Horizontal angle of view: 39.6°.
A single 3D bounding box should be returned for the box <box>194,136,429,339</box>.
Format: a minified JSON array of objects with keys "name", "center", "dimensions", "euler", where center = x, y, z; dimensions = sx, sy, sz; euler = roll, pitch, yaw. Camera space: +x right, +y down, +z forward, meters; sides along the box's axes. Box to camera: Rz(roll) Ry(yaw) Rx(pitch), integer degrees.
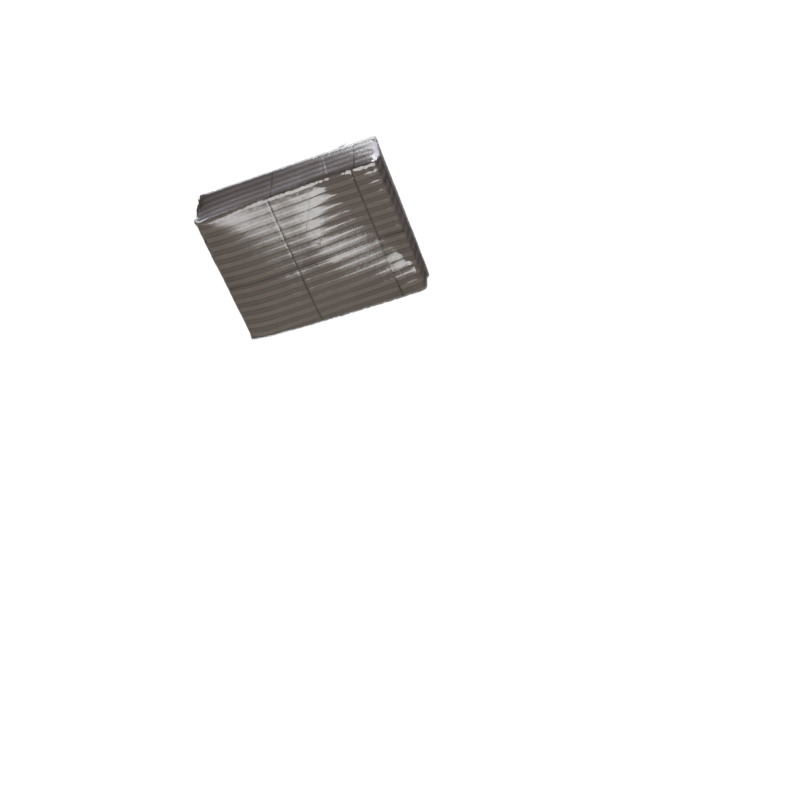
[{"name":"box","center":[-0.050,-0.092,0.644],"dimensions":[0.114,0.084,0.041],"euler":[-17,29,9]}]
